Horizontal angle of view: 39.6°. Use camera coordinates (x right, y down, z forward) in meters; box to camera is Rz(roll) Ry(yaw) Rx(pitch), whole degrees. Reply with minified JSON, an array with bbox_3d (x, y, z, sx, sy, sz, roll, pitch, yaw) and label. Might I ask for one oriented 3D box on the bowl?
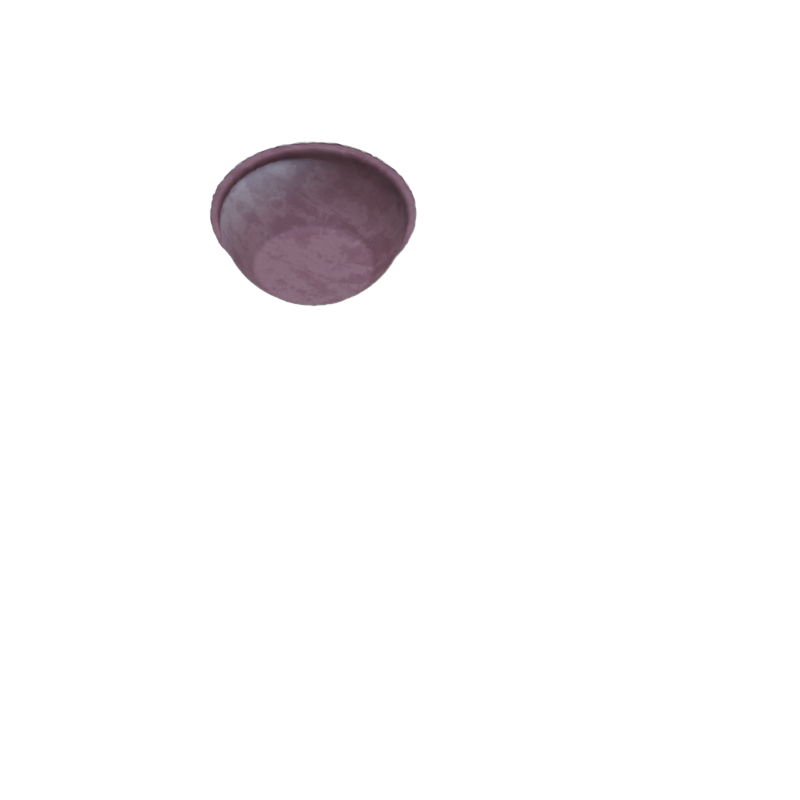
[{"bbox_3d":[-0.067,-0.122,0.851,0.162,0.059,0.151,1,-37,-2],"label":"bowl"}]
